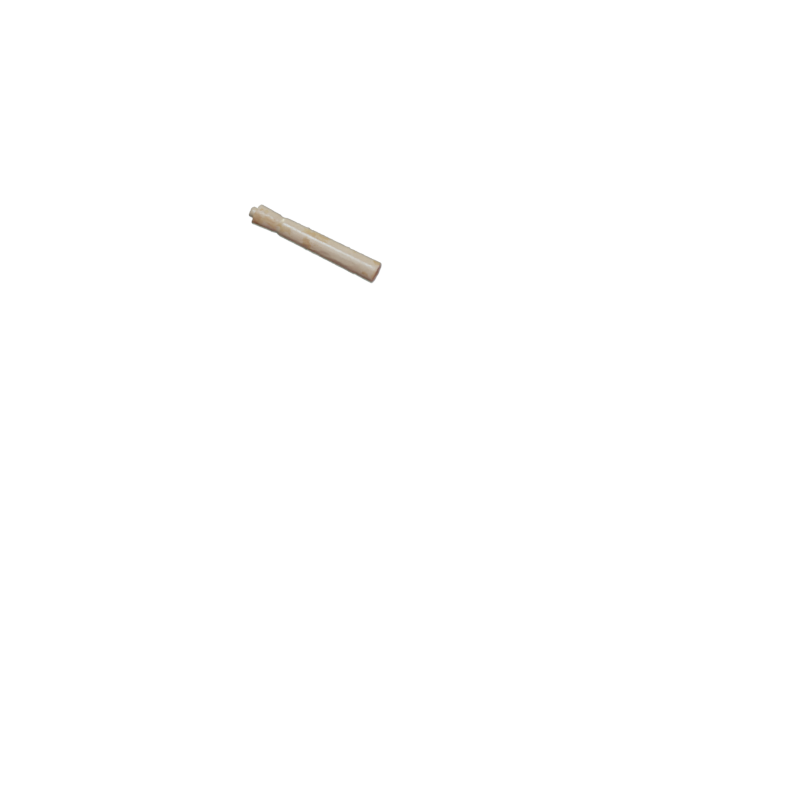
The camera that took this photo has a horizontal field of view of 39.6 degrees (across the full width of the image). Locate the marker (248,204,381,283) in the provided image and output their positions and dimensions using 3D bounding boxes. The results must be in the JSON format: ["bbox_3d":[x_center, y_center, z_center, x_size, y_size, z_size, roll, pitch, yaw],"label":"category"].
[{"bbox_3d":[-0.073,-0.133,0.932,0.124,0.019,0.019,28,9,12],"label":"marker"}]
